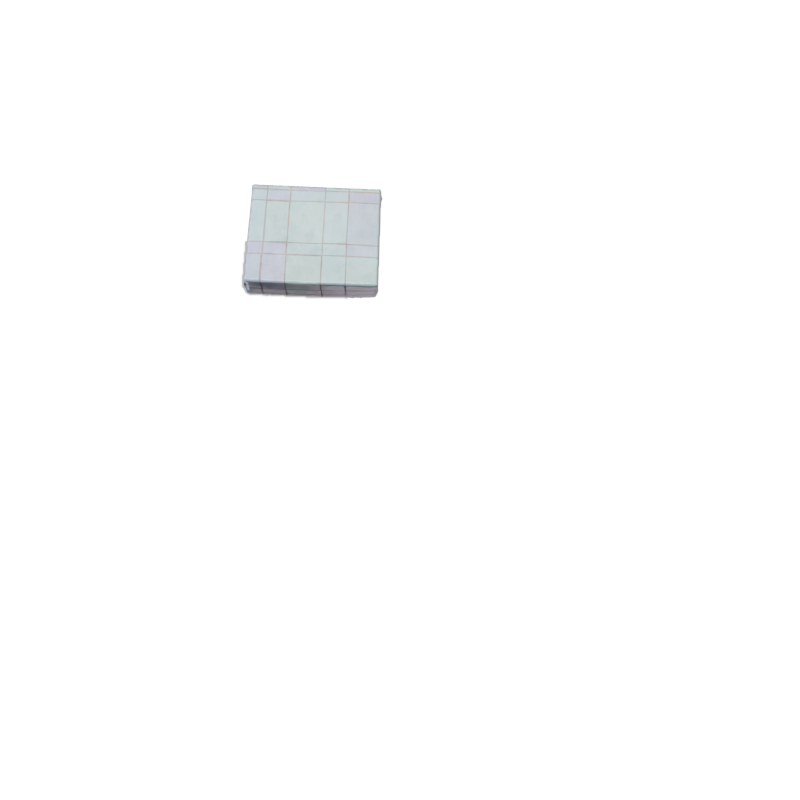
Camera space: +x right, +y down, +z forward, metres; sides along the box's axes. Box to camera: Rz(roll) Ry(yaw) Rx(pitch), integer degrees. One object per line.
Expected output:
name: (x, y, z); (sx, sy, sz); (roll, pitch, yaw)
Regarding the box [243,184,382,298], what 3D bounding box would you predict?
box: (-0.073, -0.134, 0.938); (0.114, 0.094, 0.037); (3, -21, 1)
